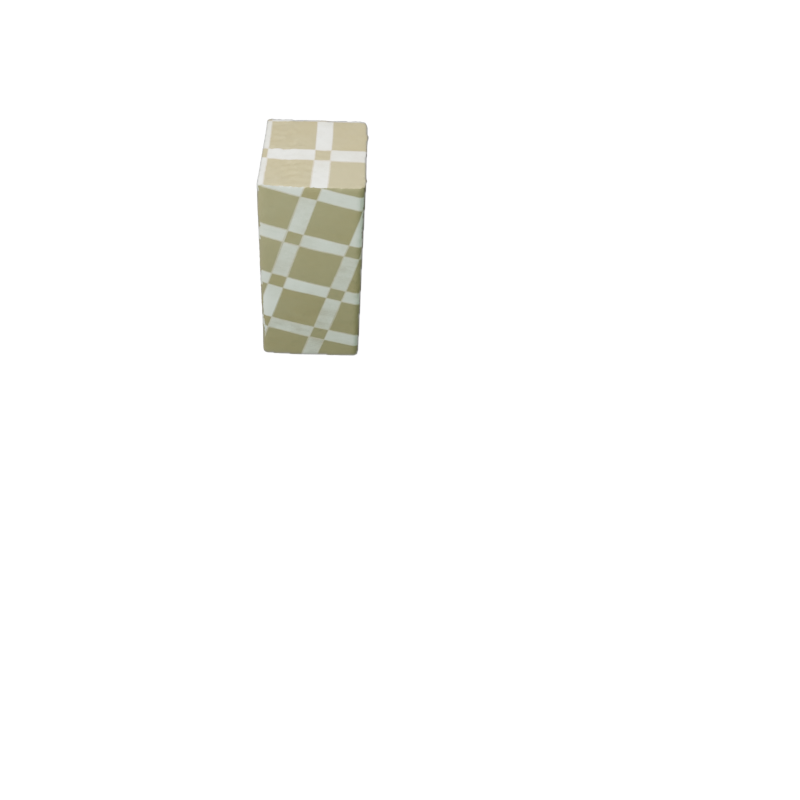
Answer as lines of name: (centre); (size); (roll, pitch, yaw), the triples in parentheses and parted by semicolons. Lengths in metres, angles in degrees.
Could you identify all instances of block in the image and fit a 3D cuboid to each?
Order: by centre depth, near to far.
block: (-0.077, -0.142, 0.994); (0.090, 0.097, 0.192); (3, -43, -1)
